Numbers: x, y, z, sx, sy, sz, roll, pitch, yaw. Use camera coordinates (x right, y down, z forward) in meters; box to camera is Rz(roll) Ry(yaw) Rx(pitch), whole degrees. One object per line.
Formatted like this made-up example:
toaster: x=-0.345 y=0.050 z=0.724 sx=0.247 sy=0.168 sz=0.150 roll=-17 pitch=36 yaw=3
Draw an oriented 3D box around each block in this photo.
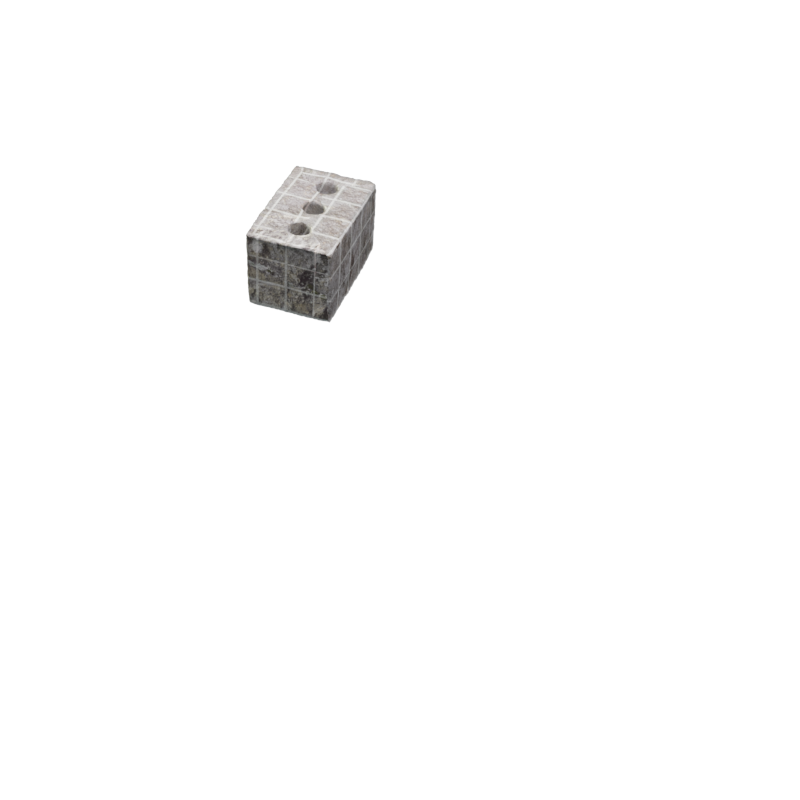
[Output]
block: x=-0.051 y=-0.093 z=0.650 sx=0.054 sy=0.048 sz=0.081 roll=13 pitch=43 yaw=13
